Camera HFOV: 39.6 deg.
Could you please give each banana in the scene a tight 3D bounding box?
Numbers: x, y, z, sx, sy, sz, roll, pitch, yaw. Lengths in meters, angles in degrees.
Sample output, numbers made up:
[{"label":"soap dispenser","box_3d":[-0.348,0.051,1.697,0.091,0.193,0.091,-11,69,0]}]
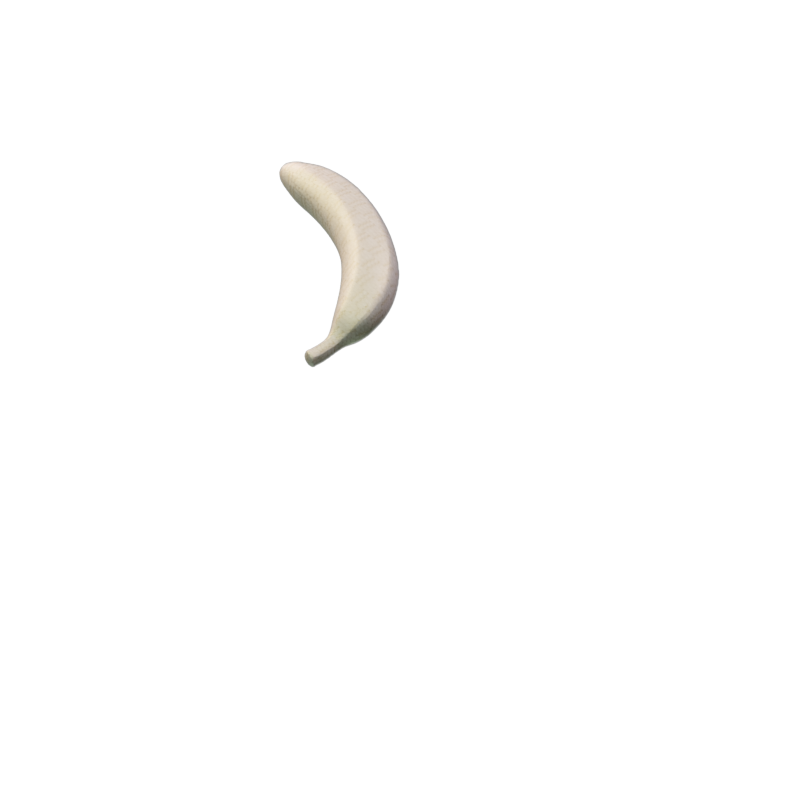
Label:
[{"label":"banana","box_3d":[-0.040,-0.105,0.747,0.069,0.034,0.213,-5,44,-6]}]
